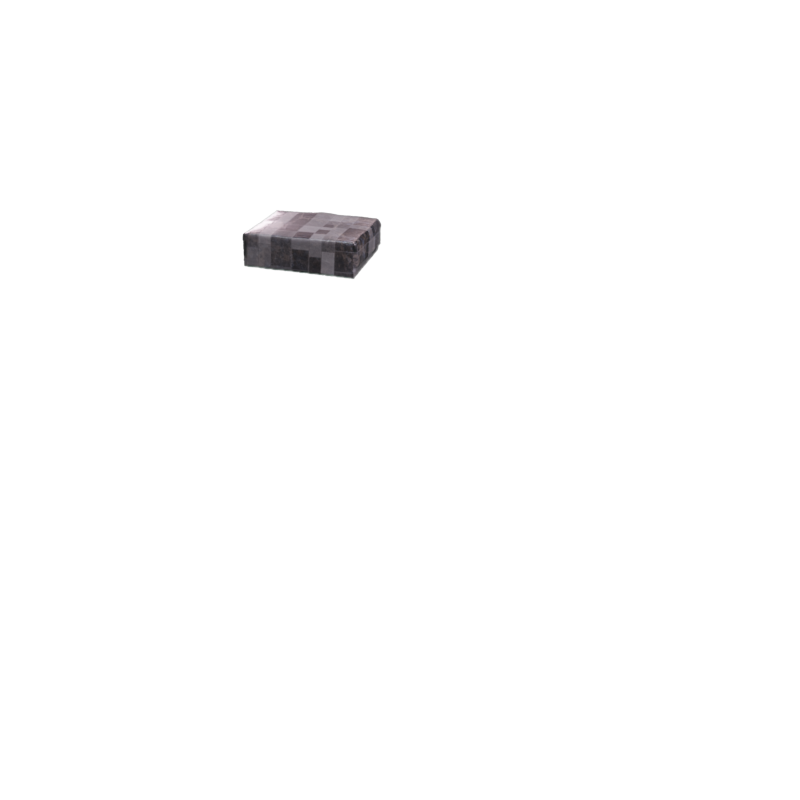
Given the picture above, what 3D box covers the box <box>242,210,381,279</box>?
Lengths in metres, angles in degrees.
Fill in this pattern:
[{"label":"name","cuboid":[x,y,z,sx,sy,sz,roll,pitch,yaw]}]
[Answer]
[{"label":"box","cuboid":[-0.066,-0.121,0.847,0.091,0.029,0.075,7,23,15]}]
